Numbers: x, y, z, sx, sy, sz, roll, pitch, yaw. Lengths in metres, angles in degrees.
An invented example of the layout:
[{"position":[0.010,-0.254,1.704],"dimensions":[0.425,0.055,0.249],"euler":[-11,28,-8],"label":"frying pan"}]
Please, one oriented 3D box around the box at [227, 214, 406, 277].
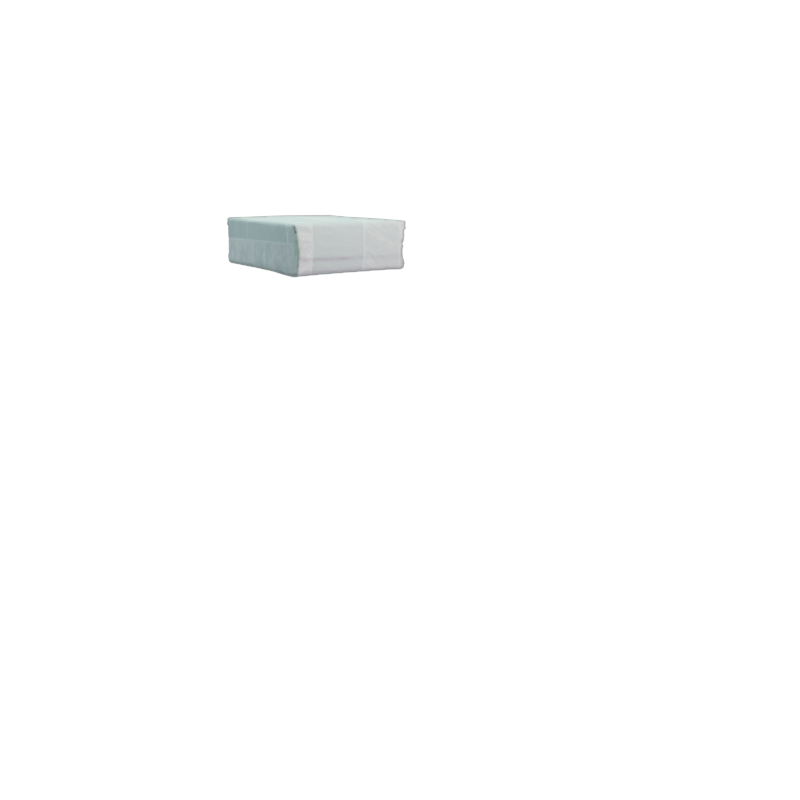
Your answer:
[{"position":[-0.063,-0.115,0.804],"dimensions":[0.087,0.038,0.119],"euler":[-7,15,-30],"label":"box"}]
